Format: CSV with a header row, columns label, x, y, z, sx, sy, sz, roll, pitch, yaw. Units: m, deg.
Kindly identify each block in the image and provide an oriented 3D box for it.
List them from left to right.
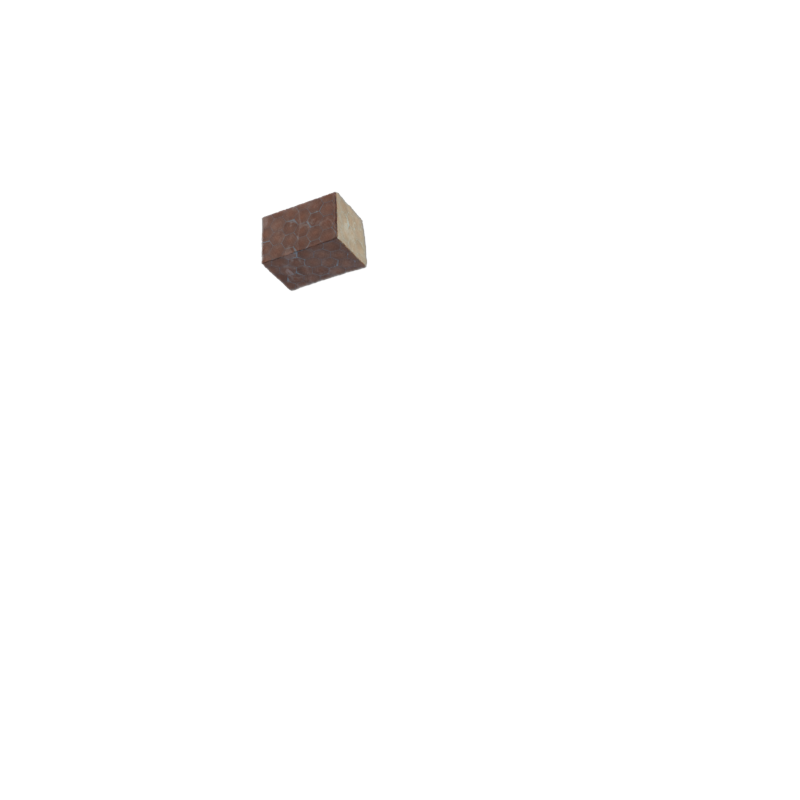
label,x,y,z,sx,sy,sz,roll,pitch,yaw
block,-0.075,-0.137,0.962,0.079,0.055,0.049,-15,-34,23
